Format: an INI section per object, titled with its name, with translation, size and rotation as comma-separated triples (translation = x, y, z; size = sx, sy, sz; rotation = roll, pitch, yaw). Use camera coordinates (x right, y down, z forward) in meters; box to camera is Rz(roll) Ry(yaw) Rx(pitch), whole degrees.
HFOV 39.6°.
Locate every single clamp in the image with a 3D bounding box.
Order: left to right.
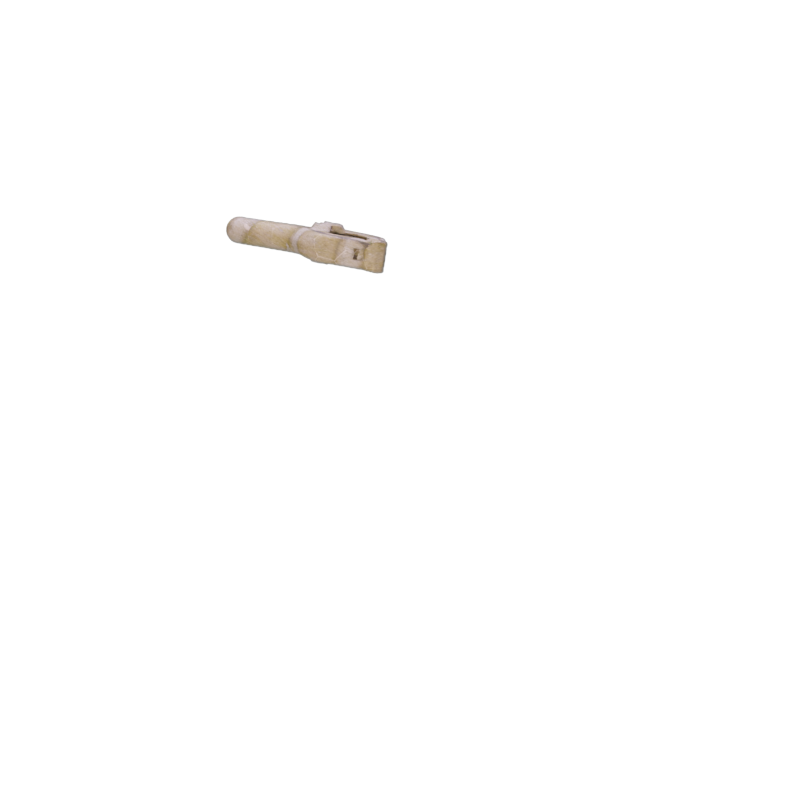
[clamp]
translation = -0.078, -0.141, 0.991
size = 0.117, 0.038, 0.180
rotation = -7, 15, -27
